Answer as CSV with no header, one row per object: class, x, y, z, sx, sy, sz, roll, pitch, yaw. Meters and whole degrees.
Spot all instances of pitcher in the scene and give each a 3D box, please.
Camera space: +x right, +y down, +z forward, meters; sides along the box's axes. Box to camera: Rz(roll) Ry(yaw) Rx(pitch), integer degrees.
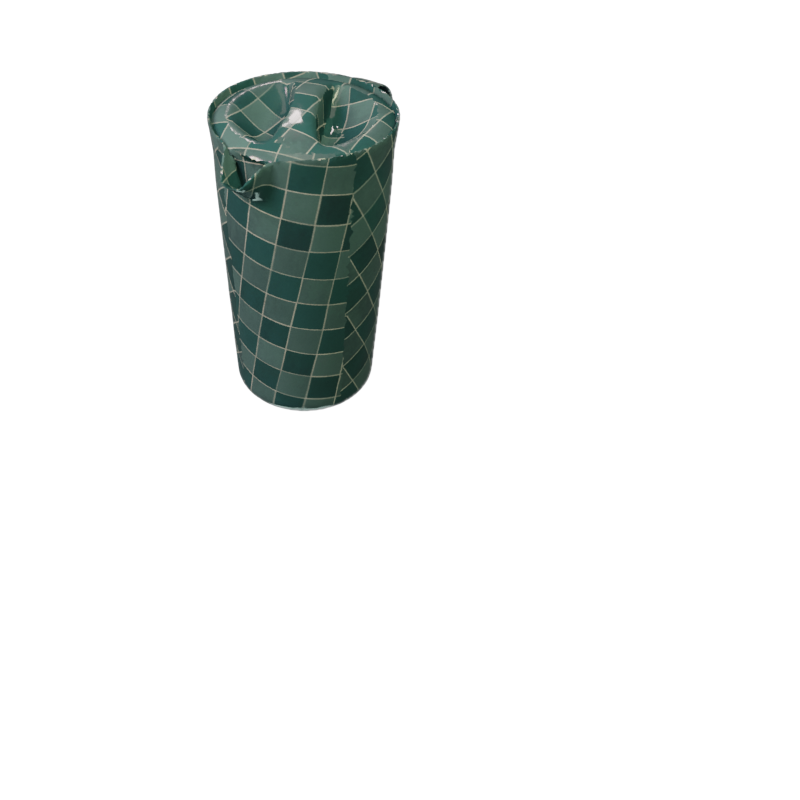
pitcher,-0.065,-0.119,0.836,0.147,0.227,0.157,-7,39,-12
